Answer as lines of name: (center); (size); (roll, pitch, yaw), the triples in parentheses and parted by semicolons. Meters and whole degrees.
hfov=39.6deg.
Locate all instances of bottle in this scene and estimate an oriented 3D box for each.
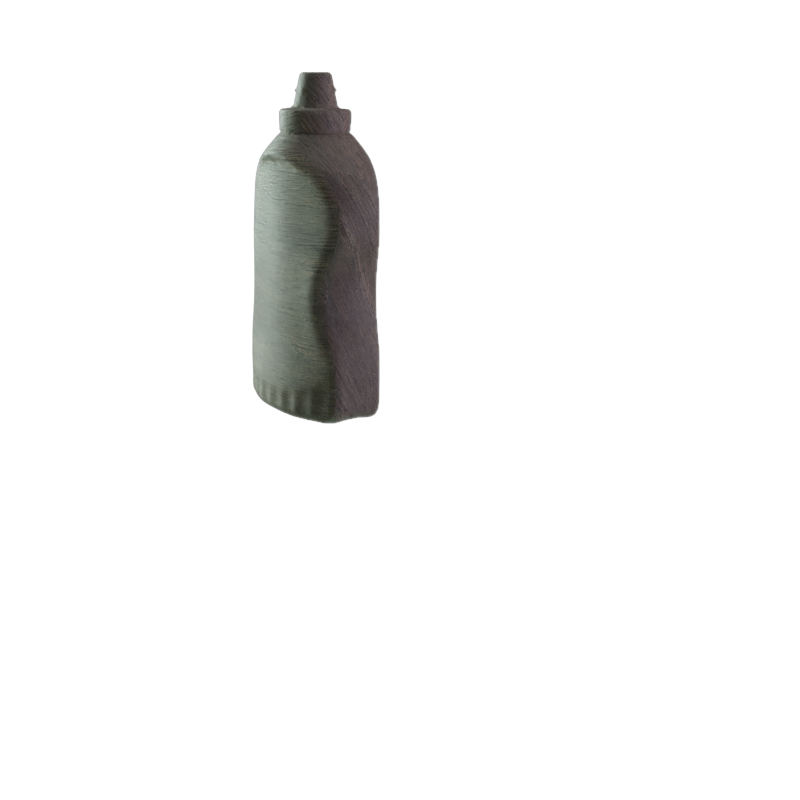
bottle: (-0.049, -0.091, 0.634); (0.057, 0.188, 0.101); (-5, 11, -31)
